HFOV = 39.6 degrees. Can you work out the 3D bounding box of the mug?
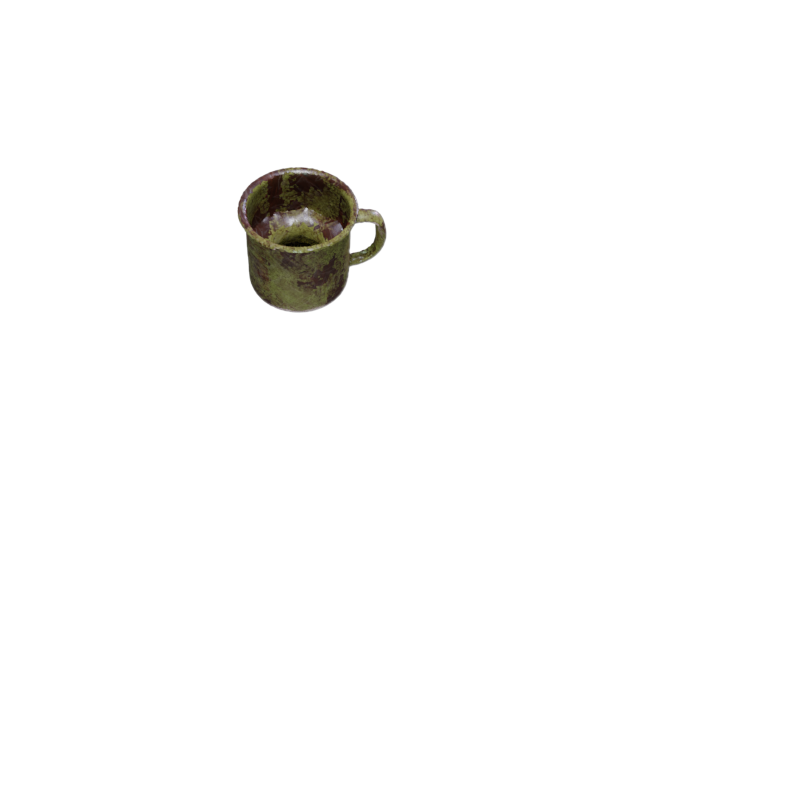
[{"bbox_3d":[-0.069,-0.126,0.881,0.116,0.101,0.076,-9,-39,-9],"label":"mug"}]
